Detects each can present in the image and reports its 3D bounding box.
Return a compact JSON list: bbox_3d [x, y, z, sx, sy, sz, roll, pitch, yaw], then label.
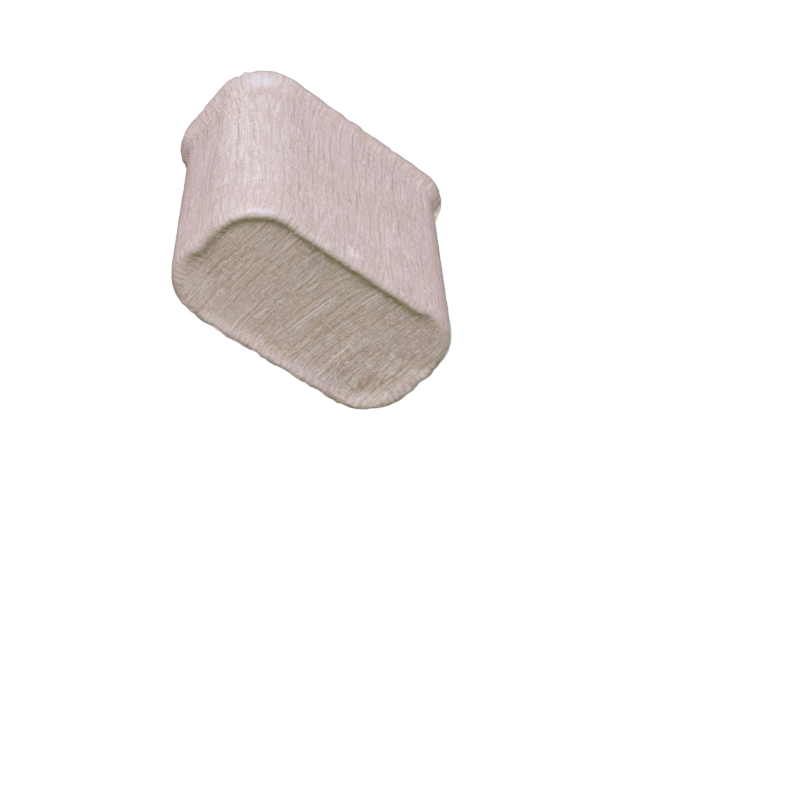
[{"bbox_3d":[-0.031,-0.056,0.394,0.097,0.090,0.056,31,-57,-26],"label":"can"}]
